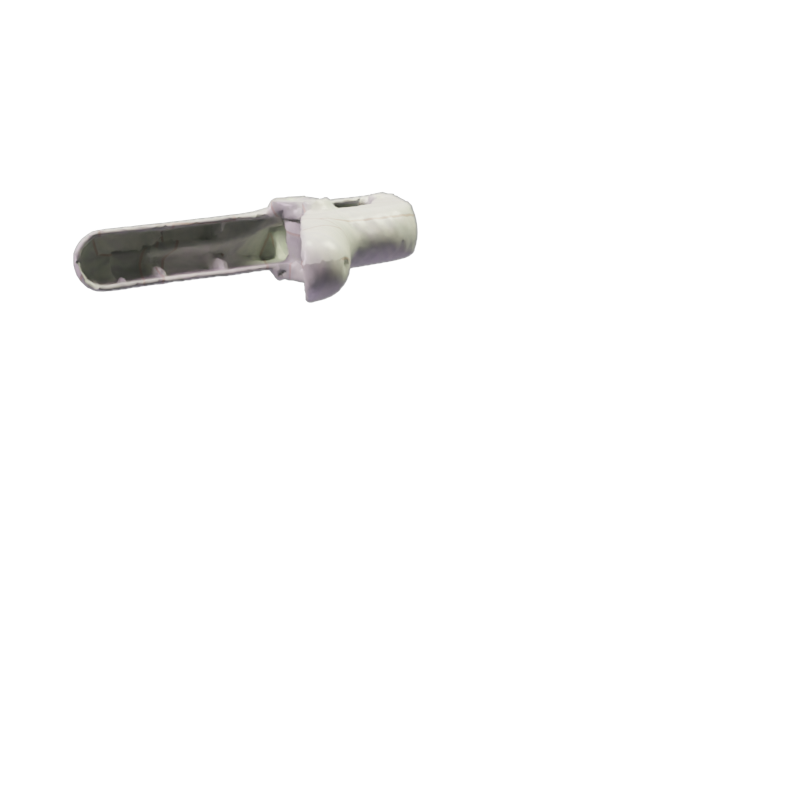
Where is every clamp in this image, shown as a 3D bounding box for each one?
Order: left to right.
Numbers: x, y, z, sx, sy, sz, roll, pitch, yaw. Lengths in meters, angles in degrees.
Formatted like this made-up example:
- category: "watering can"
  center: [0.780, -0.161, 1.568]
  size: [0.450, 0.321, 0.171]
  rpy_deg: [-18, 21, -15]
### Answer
- category: "clamp"
  center: [-0.037, -0.067, 0.468]
  size: [0.126, 0.038, 0.169]
  rpy_deg: [14, 24, 35]
